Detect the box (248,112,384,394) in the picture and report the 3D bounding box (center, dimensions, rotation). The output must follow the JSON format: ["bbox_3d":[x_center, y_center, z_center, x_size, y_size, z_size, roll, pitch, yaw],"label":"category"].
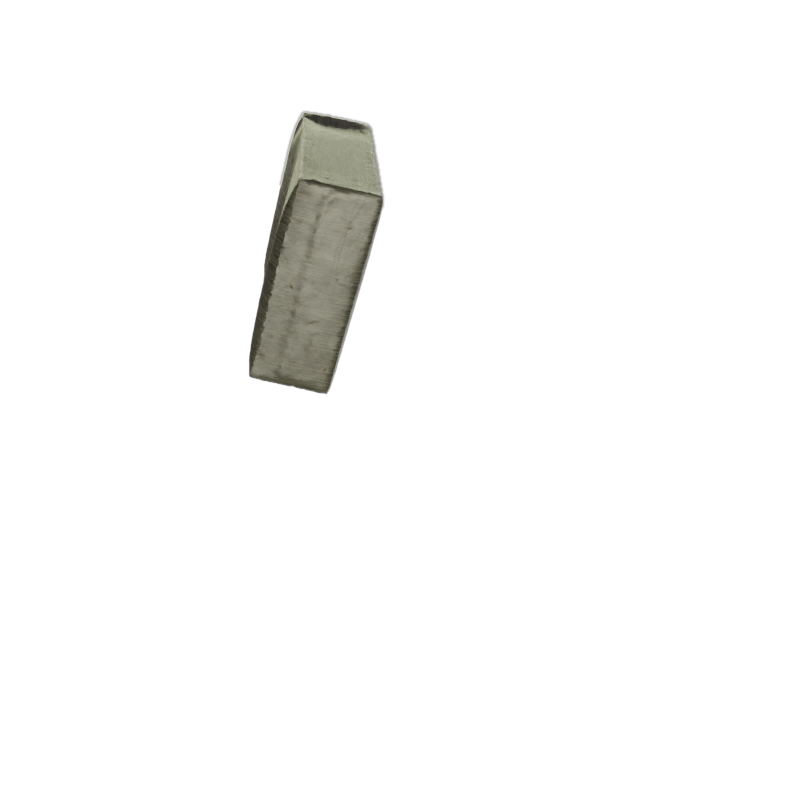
[{"bbox_3d":[-0.071,-0.129,0.905,0.071,0.158,0.225,13,24,-10],"label":"box"}]
